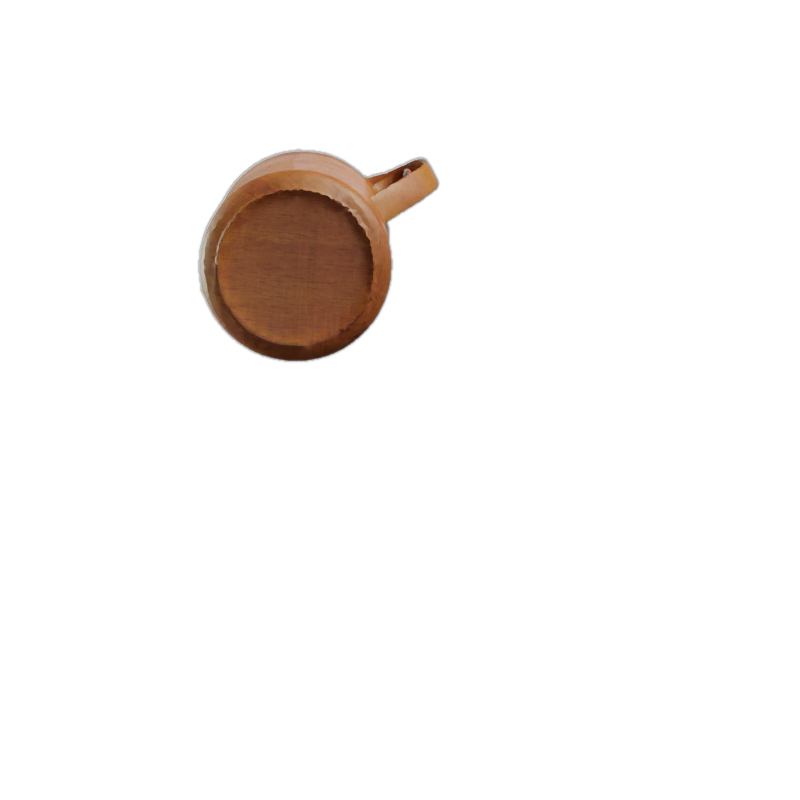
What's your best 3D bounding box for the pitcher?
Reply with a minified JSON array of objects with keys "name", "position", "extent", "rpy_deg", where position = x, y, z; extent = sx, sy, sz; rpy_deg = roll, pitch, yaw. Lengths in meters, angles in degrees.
[{"name":"pitcher","position":[-0.057,-0.104,0.727],"extent":[0.144,0.147,0.248],"rpy_deg":[16,9,-6]}]
